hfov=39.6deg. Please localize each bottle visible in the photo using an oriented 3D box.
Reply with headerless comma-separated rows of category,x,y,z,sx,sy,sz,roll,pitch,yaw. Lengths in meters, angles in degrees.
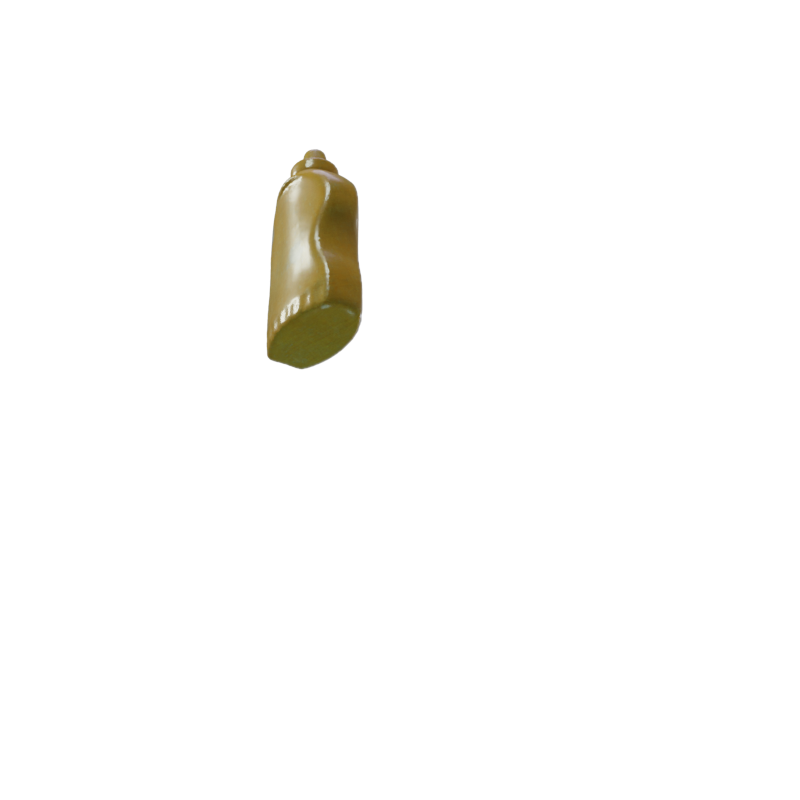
bottle,-0.070,-0.127,0.894,0.056,0.205,0.094,18,-40,-26
